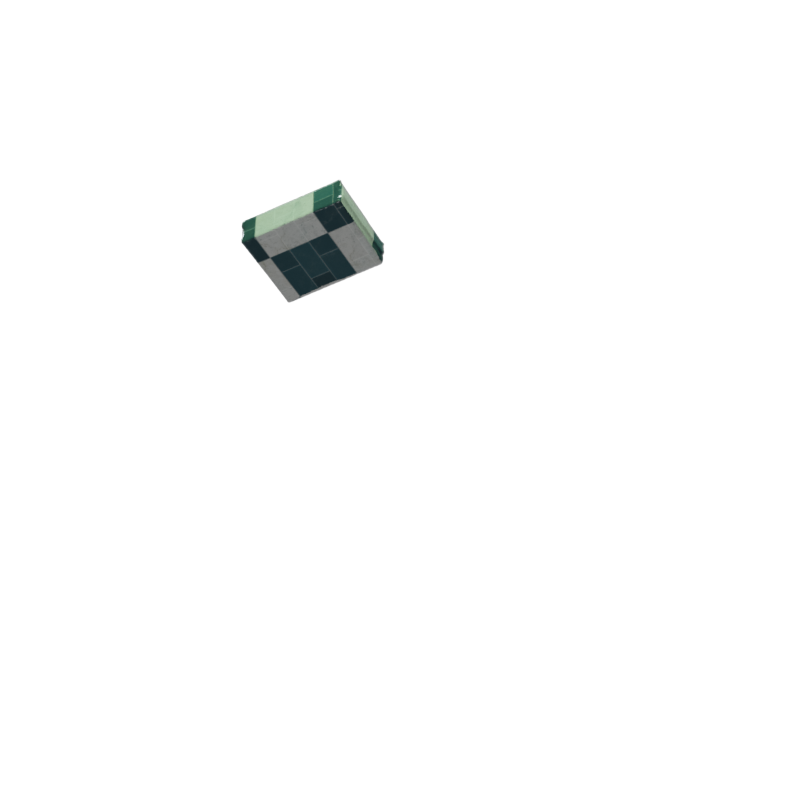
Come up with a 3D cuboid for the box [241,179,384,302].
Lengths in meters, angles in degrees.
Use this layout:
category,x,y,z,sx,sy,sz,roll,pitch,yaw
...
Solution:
category,x,y,z,sx,sy,sz,roll,pitch,yaw
box,-0.067,-0.123,0.864,0.090,0.032,0.068,-21,-50,19
